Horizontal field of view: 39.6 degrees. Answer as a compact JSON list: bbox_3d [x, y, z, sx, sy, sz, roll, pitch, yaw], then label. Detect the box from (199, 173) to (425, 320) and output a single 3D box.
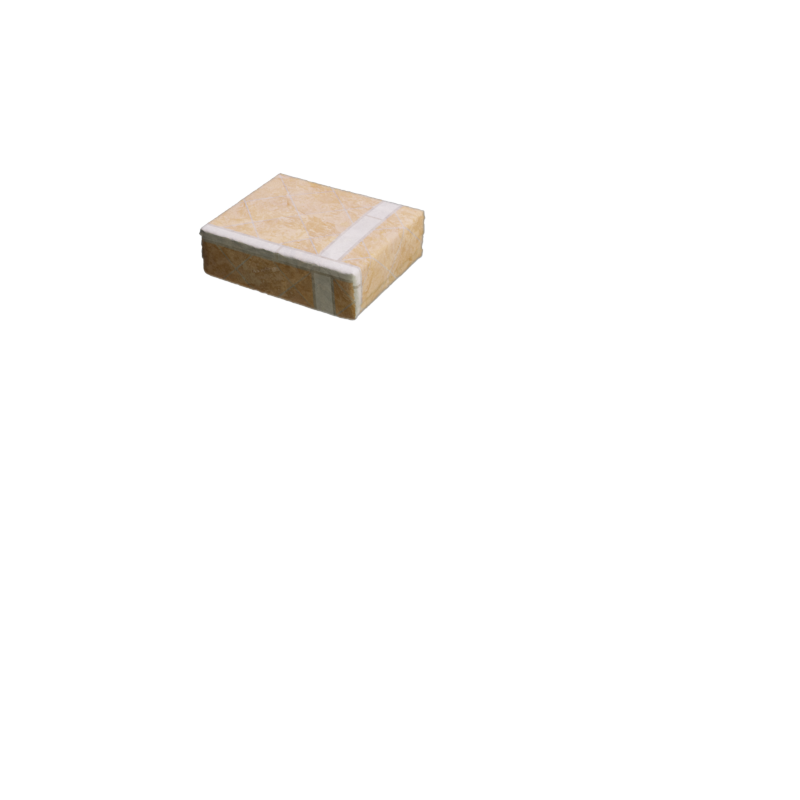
[{"bbox_3d":[-0.054,-0.099,0.692,0.119,0.036,0.092,20,41,24],"label":"box"}]
